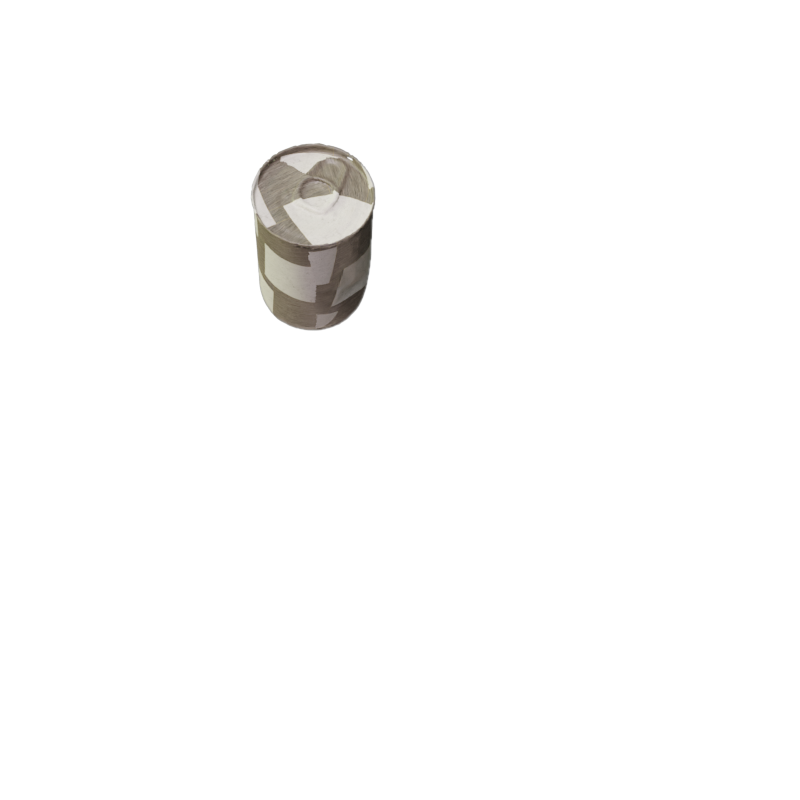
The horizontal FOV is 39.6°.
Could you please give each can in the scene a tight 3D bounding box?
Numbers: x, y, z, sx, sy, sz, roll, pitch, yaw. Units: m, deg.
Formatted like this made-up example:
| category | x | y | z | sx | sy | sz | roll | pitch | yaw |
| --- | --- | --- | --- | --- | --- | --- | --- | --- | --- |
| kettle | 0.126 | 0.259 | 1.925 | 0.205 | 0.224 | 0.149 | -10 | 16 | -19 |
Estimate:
| category | x | y | z | sx | sy | sz | roll | pitch | yaw |
| --- | --- | --- | --- | --- | --- | --- | --- | --- | --- |
| can | -0.051 | -0.092 | 0.646 | 0.068 | 0.073 | 0.096 | 0 | -27 | -3 |
